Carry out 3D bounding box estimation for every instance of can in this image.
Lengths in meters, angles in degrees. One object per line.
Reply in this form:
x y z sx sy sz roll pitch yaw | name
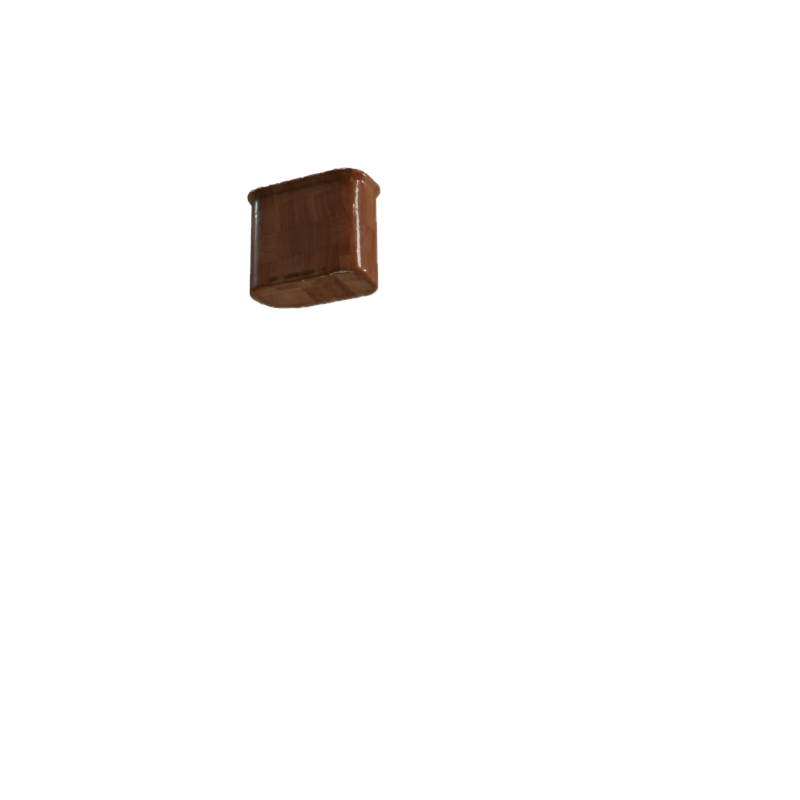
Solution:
-0.066 -0.120 0.841 0.104 0.088 0.054 -10 -23 24 | can
